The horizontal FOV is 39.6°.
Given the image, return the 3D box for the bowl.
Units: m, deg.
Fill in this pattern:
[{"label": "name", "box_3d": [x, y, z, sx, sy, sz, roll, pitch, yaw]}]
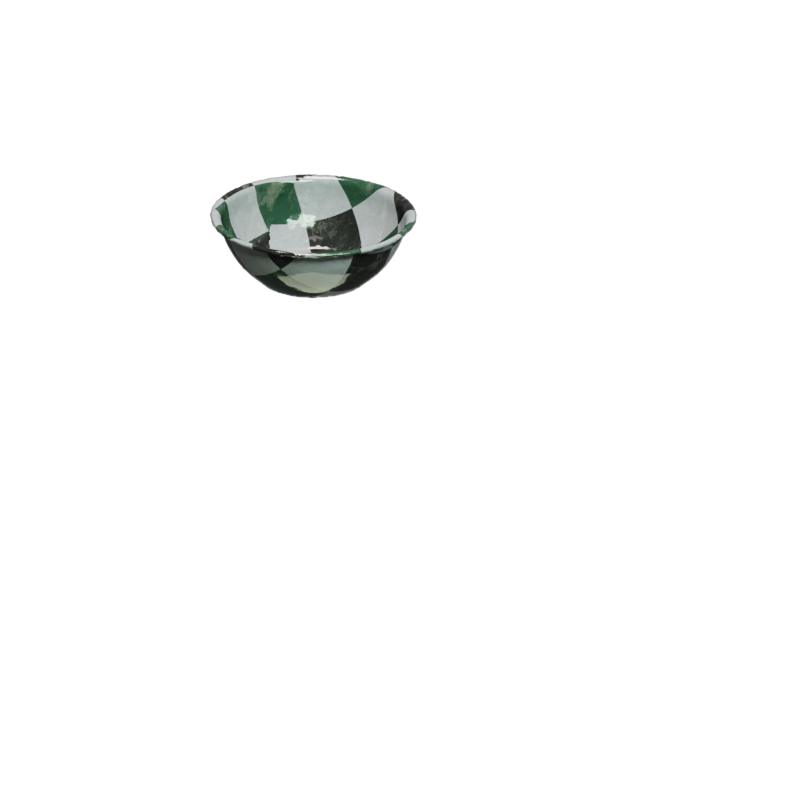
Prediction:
[{"label": "bowl", "box_3d": [-0.069, -0.125, 0.878, 0.162, 0.052, 0.172, -1, 30, -2]}]
